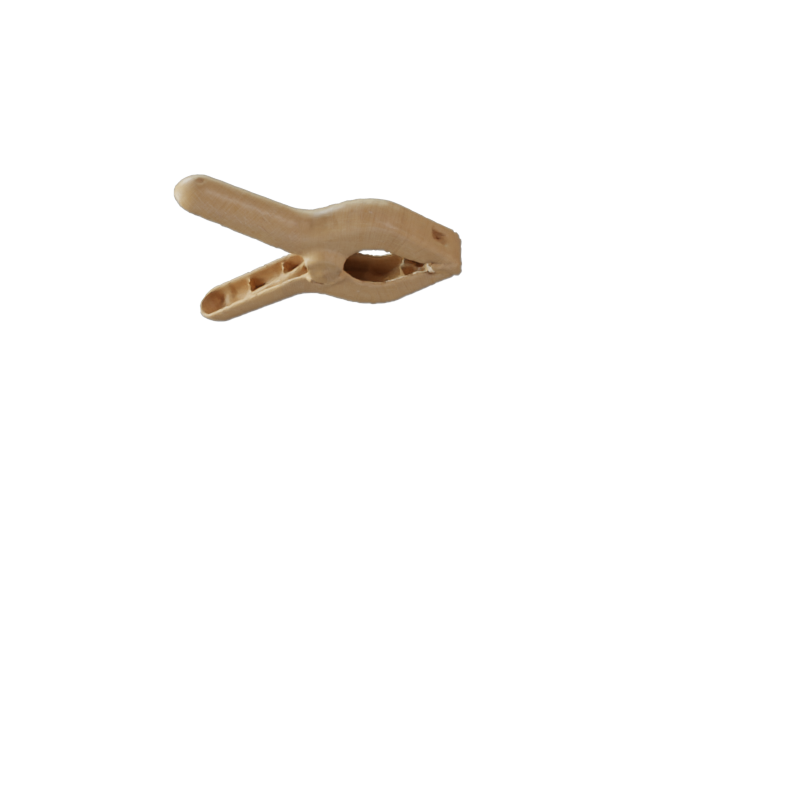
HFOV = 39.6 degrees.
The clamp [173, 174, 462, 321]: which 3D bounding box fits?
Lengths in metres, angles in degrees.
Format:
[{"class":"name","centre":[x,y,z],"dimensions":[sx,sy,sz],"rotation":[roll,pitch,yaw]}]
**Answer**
[{"class":"clamp","centre":[-0.052,-0.094,0.659],"dimensions":[0.173,0.042,0.111],"rotation":[-6,-32,9]}]
